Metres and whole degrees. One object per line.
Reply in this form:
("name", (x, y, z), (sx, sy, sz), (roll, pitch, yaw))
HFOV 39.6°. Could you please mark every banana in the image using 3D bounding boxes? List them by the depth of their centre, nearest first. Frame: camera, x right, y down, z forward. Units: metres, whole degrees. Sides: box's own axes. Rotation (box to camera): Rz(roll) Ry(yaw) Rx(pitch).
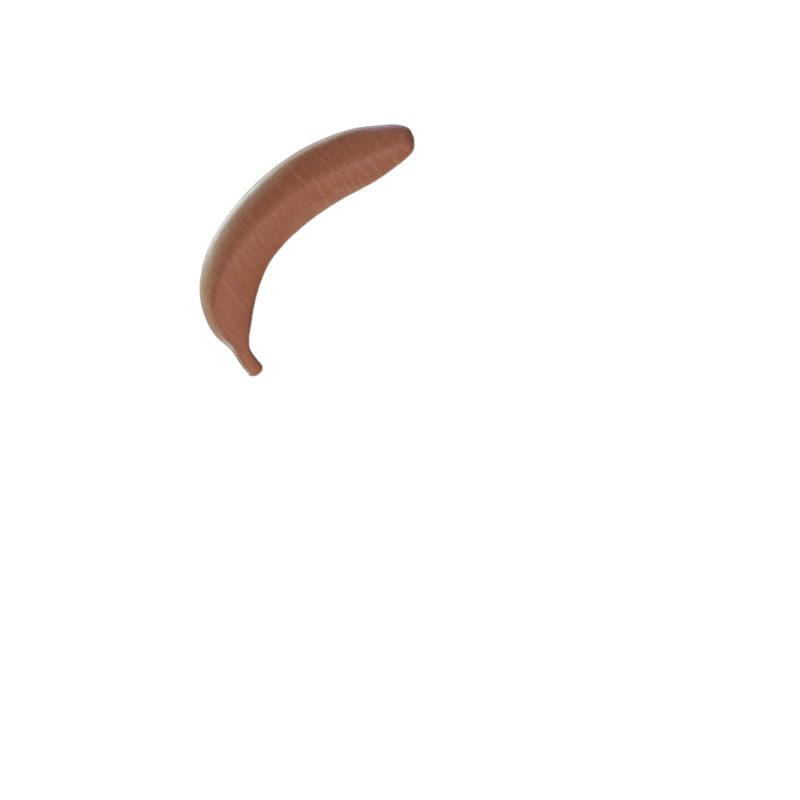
("banana", (-0.070, -0.098, 0.657), (0.067, 0.192, 0.039), (25, 35, -20))
